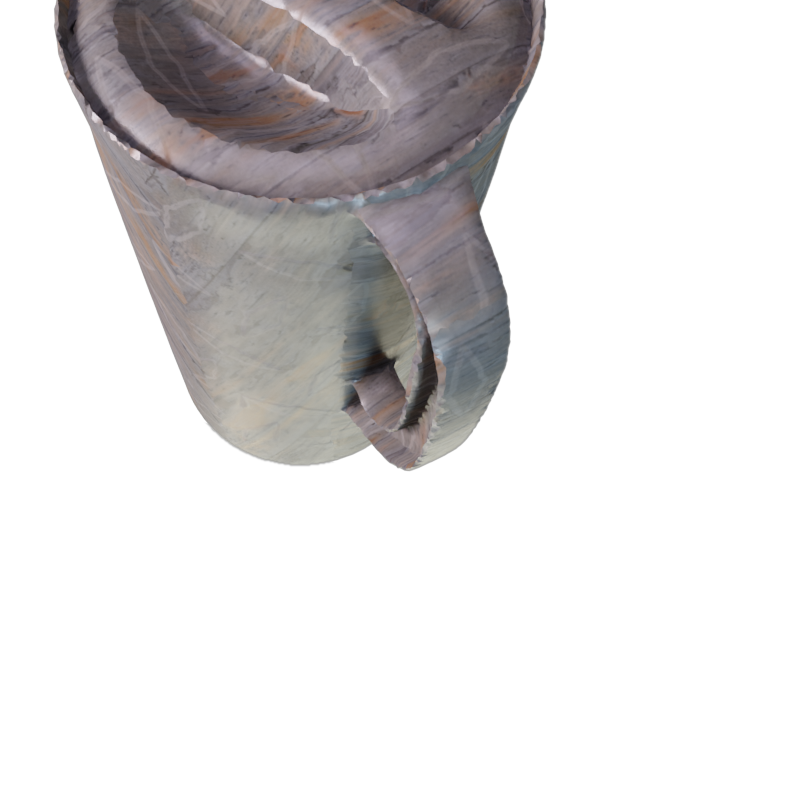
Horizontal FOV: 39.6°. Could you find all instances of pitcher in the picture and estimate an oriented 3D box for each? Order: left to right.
[{"bbox_3d":[-0.031,-0.056,0.393,0.147,0.156,0.229,16,-25,5],"label":"pitcher"}]
